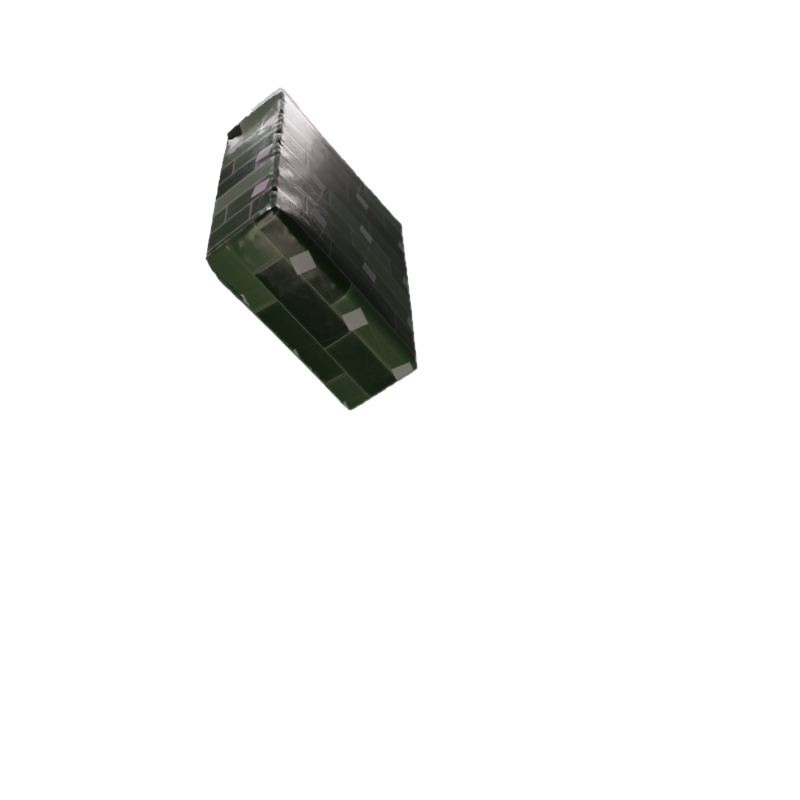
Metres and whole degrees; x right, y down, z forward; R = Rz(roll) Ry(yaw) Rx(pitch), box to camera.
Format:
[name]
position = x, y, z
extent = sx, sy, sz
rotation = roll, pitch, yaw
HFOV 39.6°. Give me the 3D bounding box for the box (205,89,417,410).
[box]
position = -0.066, -0.121, 0.845
extent = 0.071, 0.155, 0.228
rotation = -35, 29, 18
